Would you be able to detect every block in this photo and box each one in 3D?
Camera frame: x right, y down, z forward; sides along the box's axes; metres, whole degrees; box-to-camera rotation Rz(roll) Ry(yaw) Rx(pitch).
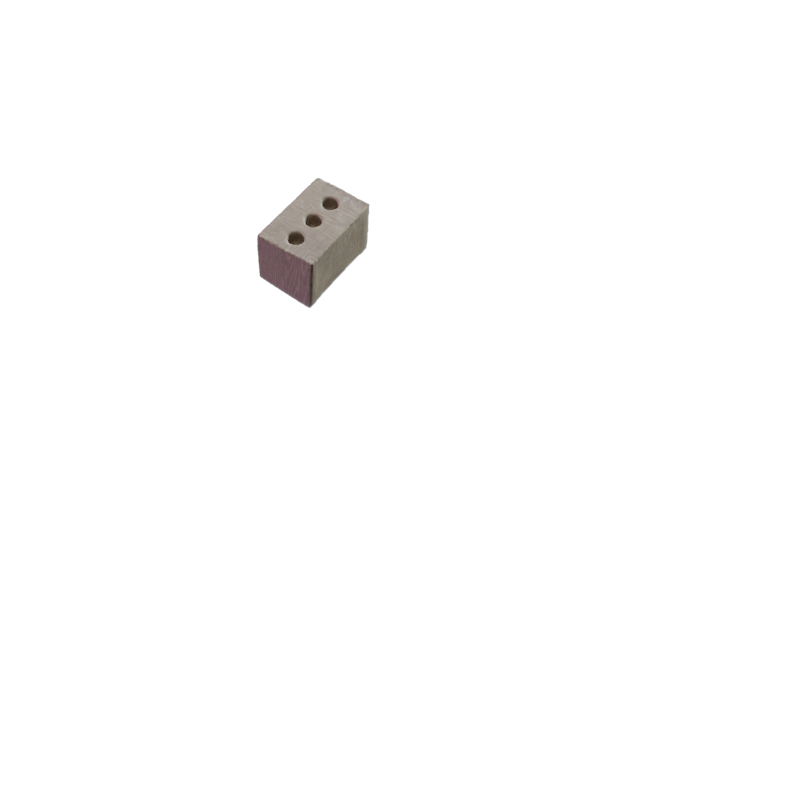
[{"bbox_3d":[-0.067,-0.123,0.858,0.055,0.080,0.048,29,-32,18],"label":"block"}]
